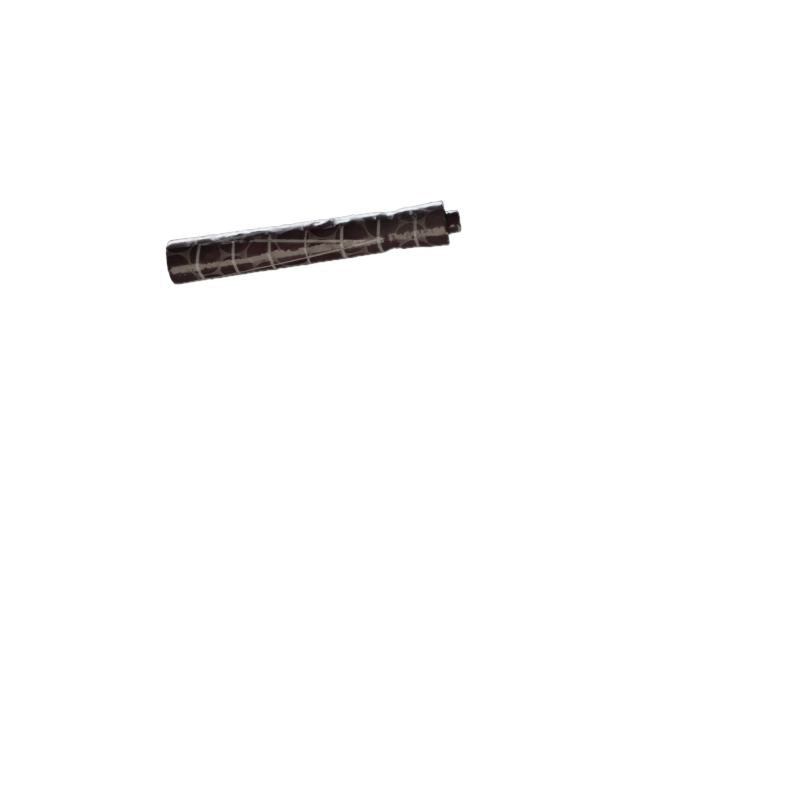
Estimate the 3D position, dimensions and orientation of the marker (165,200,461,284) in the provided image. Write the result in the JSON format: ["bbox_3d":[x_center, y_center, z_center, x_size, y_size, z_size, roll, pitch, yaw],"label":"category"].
[{"bbox_3d":[-0.036,-0.065,0.456,0.122,0.020,0.020,-7,3,7],"label":"marker"}]
